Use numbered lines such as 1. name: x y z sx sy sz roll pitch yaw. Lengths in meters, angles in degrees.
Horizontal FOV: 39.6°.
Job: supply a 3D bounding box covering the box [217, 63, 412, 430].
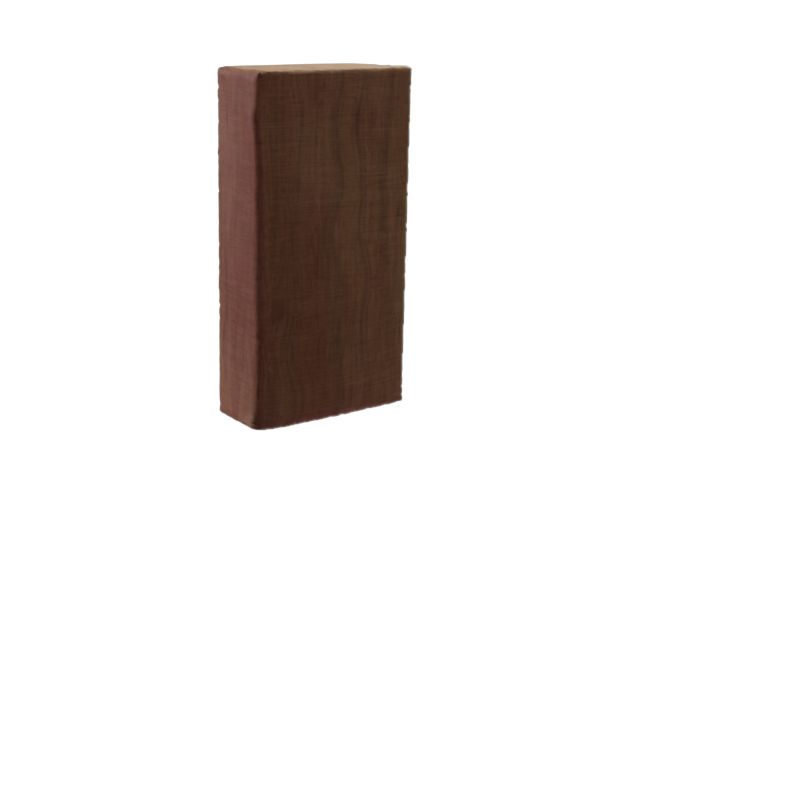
1. box: -0.044 -0.080 0.557 0.091 0.172 0.051 -8 14 -36
